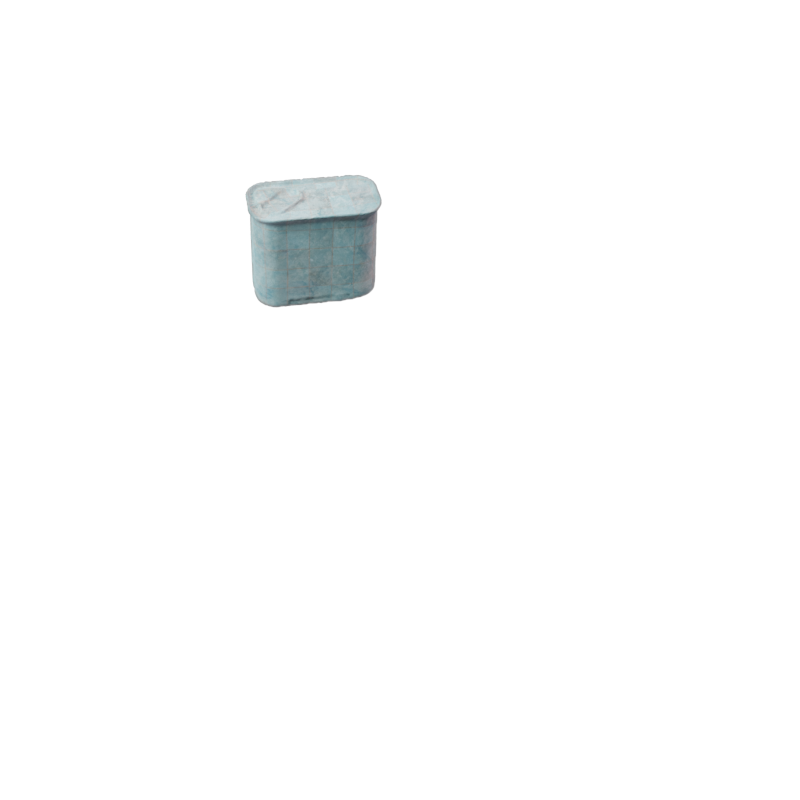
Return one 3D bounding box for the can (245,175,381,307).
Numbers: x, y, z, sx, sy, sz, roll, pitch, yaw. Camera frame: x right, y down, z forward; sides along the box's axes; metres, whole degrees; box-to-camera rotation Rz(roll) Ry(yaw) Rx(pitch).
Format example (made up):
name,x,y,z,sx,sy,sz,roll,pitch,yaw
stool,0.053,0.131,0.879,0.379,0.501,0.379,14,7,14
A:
name,x,y,z,sx,sy,sz,roll,pitch,yaw
can,-0.068,-0.124,0.866,0.101,0.078,0.062,-5,38,-9
